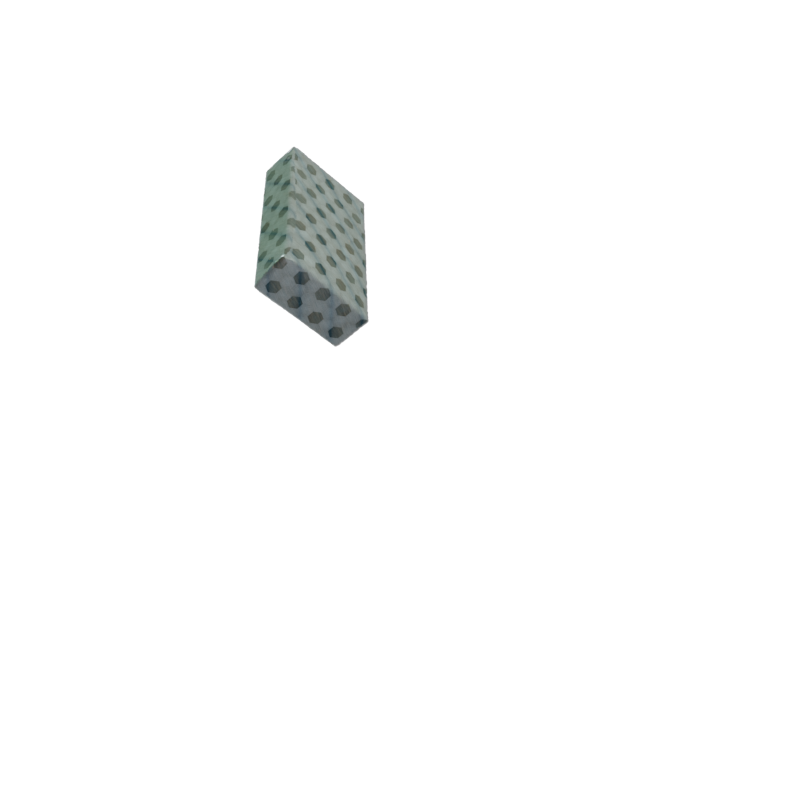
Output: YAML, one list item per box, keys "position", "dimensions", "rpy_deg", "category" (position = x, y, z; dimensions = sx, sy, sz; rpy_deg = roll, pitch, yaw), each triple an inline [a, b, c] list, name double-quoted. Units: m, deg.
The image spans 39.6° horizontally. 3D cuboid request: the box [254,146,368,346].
- position: [-0.074, -0.135, 0.950]
  dimensions: [0.088, 0.189, 0.047]
  rpy_deg: [36, -63, -27]
  category: "box"
